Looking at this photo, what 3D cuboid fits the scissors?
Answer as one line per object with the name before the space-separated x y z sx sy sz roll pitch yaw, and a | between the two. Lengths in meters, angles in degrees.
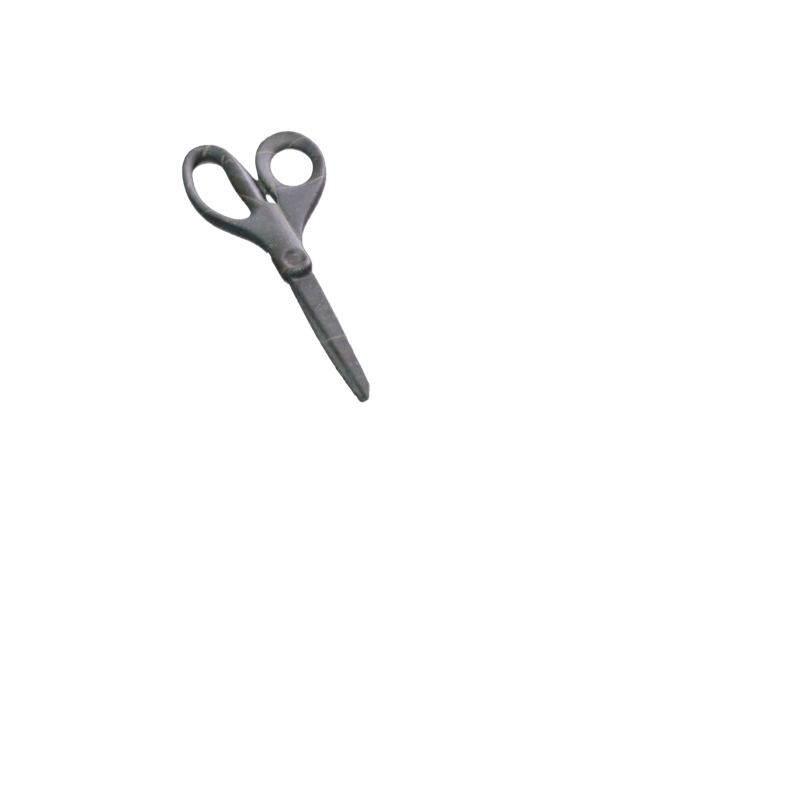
scissors | -0.051 -0.093 0.649 0.097 0.215 0.015 -34 -29 -21
